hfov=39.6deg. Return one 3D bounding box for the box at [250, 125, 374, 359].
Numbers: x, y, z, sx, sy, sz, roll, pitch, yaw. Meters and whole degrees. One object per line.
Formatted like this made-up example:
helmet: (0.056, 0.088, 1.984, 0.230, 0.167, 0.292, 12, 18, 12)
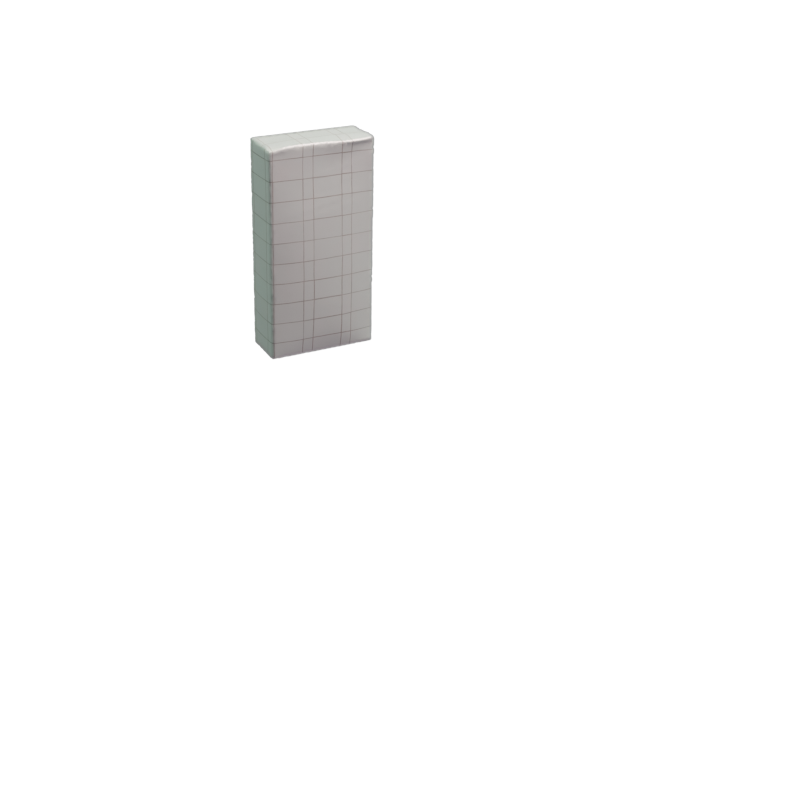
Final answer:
box: (-0.070, -0.127, 0.891, 0.091, 0.167, 0.051, -11, 27, -25)
